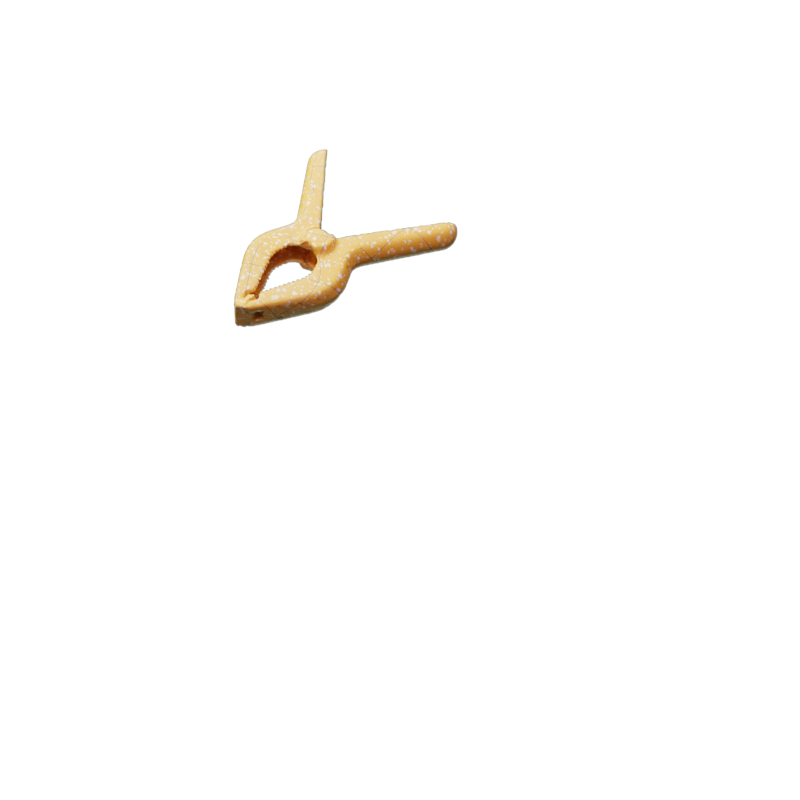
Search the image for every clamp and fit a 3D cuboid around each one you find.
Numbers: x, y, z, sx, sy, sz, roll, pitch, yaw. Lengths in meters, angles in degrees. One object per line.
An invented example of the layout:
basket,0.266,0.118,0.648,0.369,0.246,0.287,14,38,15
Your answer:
clamp,-0.077,-0.140,0.977,0.211,0.034,0.175,-36,58,-27
